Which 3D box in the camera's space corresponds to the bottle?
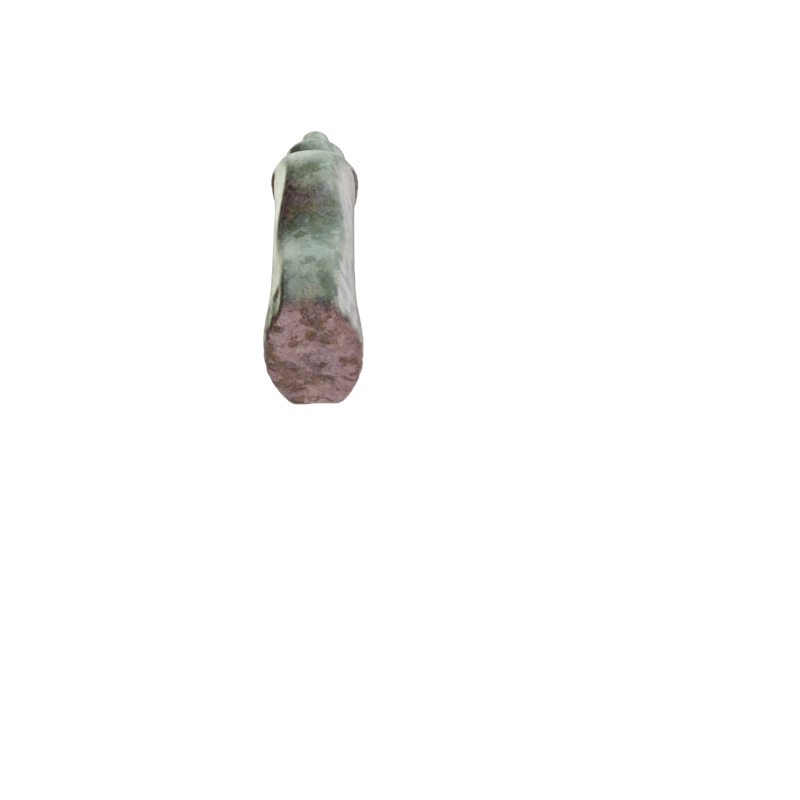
[{"bbox_3d":[-0.054,-0.100,0.698,0.058,0.206,0.089,-4,-39,0],"label":"bottle"}]
